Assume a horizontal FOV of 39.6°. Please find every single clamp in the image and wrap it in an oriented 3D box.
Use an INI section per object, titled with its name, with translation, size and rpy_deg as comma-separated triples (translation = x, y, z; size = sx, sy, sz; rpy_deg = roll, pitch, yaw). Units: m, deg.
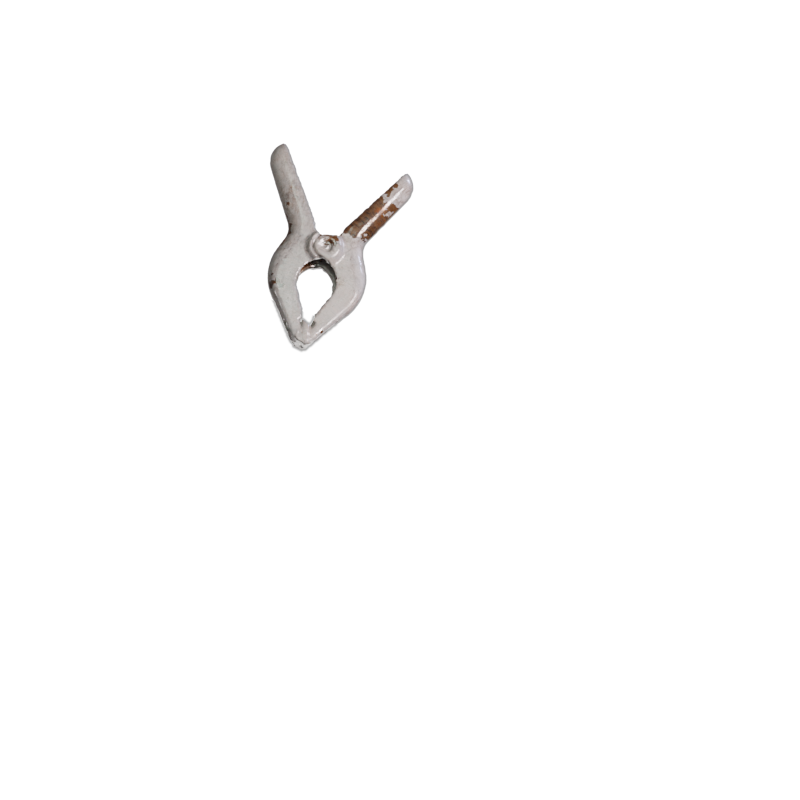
[clamp]
translation = -0.071, -0.129, 0.901
size = 0.122, 0.177, 0.037
rpy_deg = 19, -21, 7
